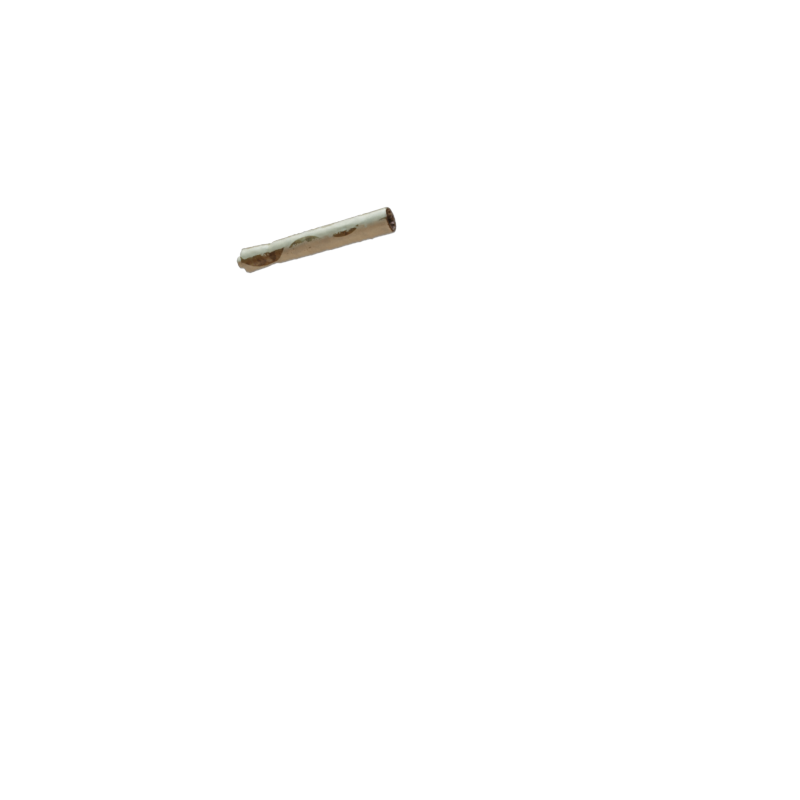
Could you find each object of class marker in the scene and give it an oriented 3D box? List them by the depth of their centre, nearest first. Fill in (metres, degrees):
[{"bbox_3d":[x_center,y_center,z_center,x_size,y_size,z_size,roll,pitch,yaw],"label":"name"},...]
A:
[{"bbox_3d":[-0.062,-0.112,0.786,0.123,0.020,0.019,-12,-1,22],"label":"marker"}]
